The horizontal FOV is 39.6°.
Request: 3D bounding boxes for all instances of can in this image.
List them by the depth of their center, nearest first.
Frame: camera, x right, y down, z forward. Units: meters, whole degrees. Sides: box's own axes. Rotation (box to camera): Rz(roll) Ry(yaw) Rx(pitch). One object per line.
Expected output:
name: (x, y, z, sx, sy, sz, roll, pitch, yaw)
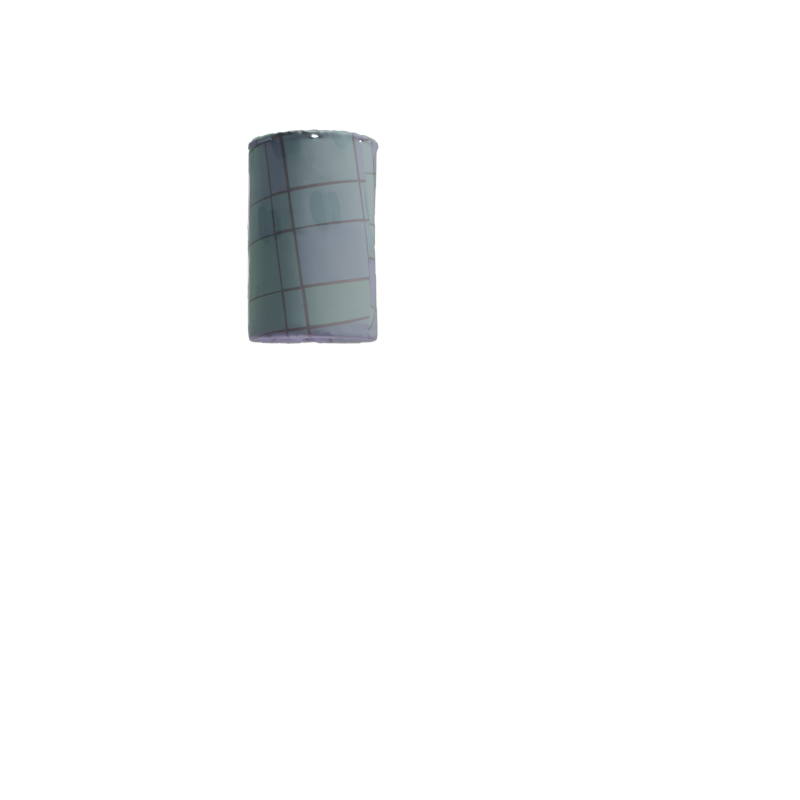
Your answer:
can: (-0.045, -0.081, 0.569, 0.068, 0.104, 0.068, 0, -6, -2)
